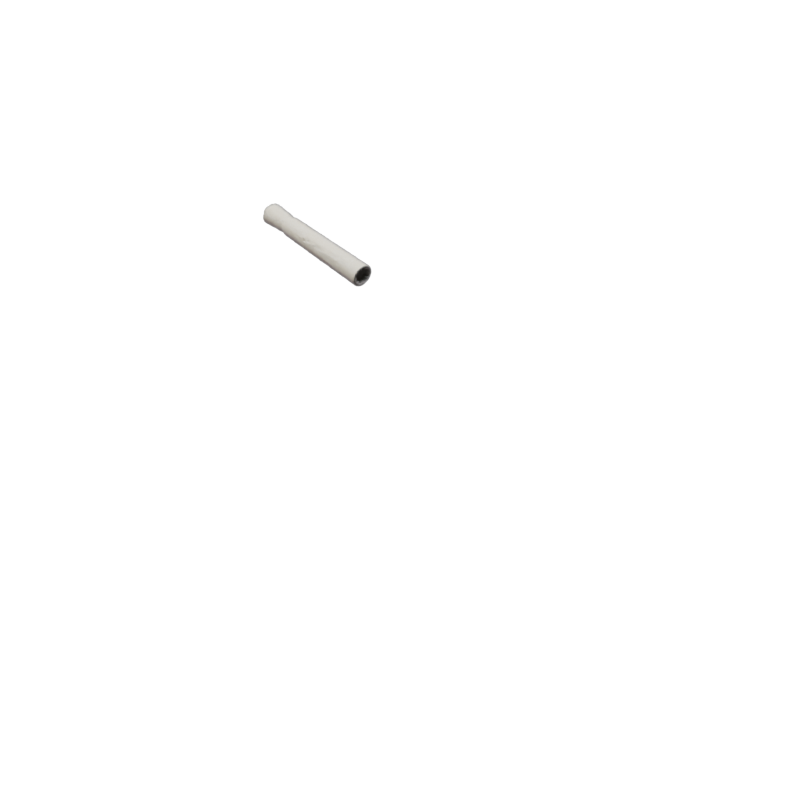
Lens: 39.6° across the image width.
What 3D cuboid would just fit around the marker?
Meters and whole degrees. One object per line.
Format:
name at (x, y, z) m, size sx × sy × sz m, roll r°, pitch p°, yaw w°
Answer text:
marker at (-0.070, -0.127, 0.890) m, size 0.019 × 0.019 × 0.130 m, roll -3°, pitch 32°, yaw -45°
